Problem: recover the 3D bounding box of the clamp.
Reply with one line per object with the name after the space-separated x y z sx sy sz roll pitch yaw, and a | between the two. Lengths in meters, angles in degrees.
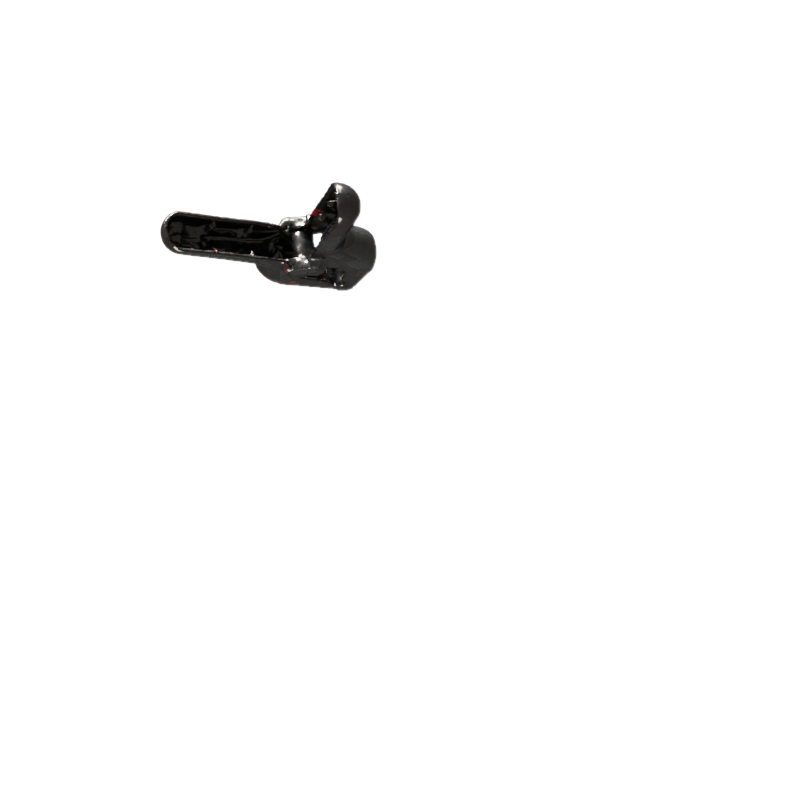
-0.054 -0.098 0.689 0.123 0.040 0.164 -2 -3 27 | clamp
